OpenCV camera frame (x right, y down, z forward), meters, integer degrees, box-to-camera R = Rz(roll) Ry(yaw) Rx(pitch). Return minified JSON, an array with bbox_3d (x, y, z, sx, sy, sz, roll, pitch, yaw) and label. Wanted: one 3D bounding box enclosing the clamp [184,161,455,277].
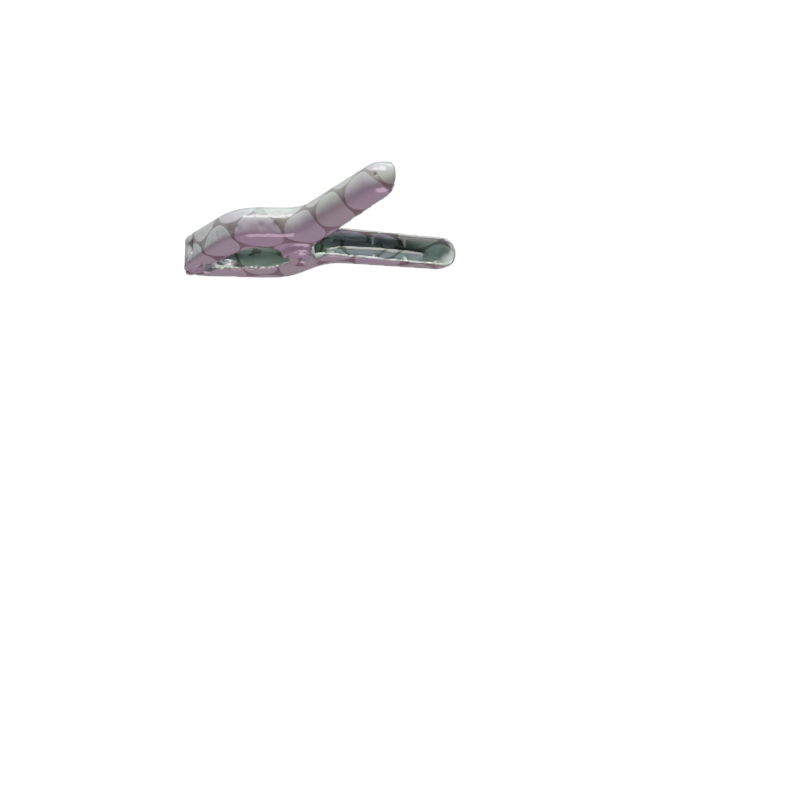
[{"bbox_3d":[-0.067,-0.123,0.861,0.214,0.038,0.154,-9,-19,26],"label":"clamp"}]
